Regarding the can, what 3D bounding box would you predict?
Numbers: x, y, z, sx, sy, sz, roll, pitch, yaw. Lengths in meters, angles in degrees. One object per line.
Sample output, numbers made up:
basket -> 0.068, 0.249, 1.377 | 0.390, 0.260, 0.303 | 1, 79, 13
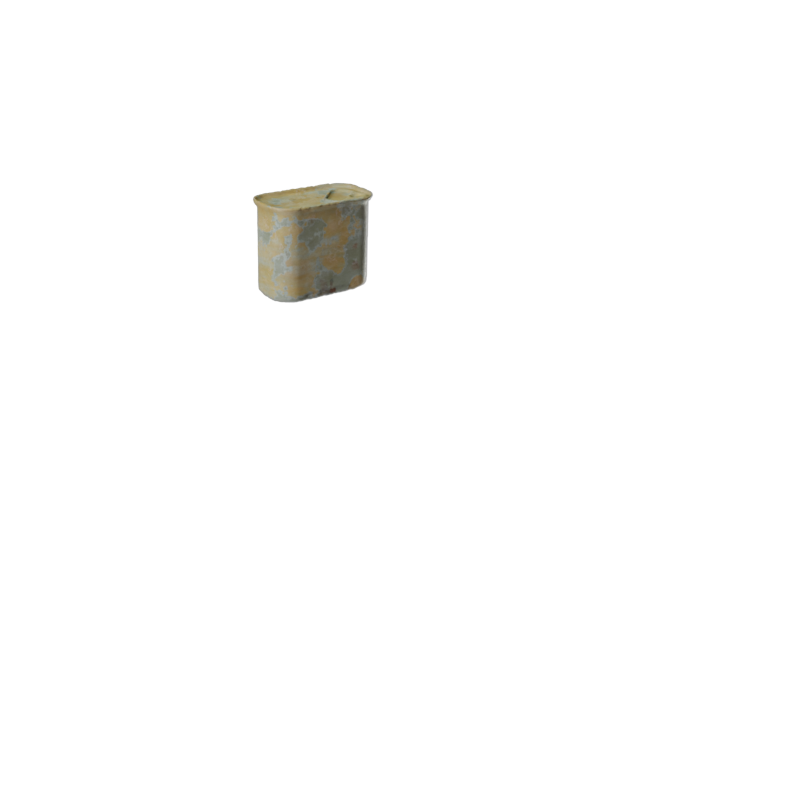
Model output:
can -> -0.075, -0.137, 0.956 | 0.100, 0.080, 0.061 | -14, 25, -33
